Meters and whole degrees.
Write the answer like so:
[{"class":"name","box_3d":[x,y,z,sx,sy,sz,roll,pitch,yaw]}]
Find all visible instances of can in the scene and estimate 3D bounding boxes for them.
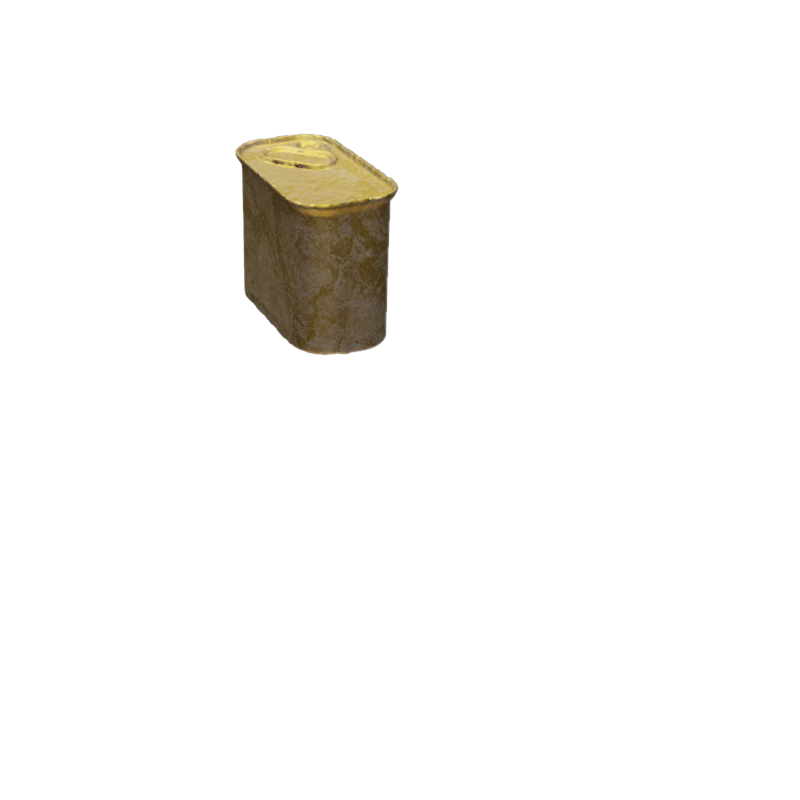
[{"class":"can","box_3d":[-0.045,-0.082,0.572,0.056,0.079,0.110,-12,31,-24]}]
